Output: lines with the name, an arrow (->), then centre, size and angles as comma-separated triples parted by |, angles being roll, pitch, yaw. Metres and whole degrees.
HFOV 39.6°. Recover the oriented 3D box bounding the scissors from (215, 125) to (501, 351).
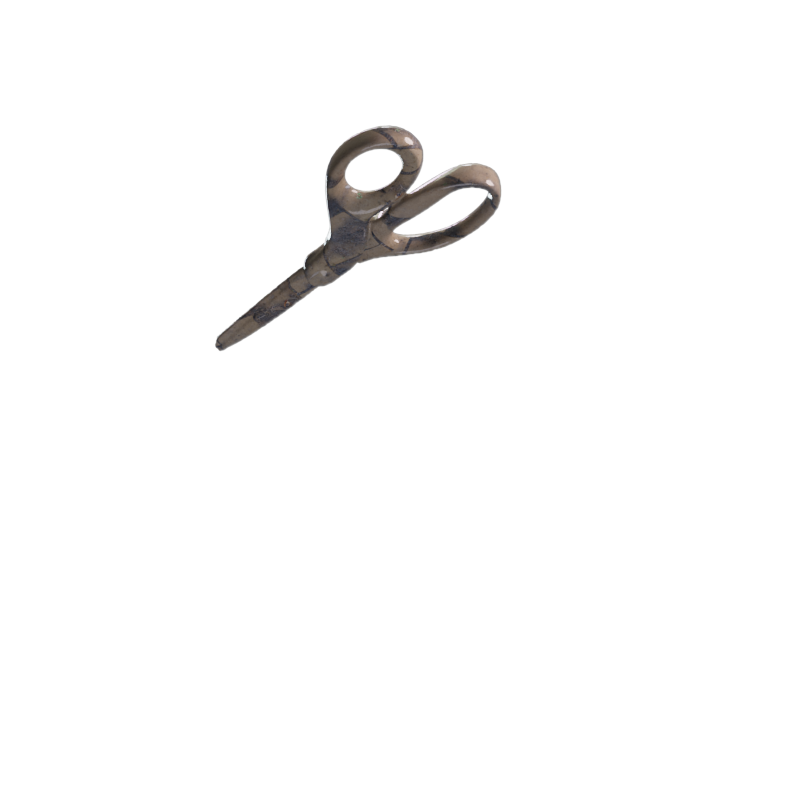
scissors -> -0.045, -0.083, 0.581 | 0.203, 0.017, 0.089 | -21, -41, 25
